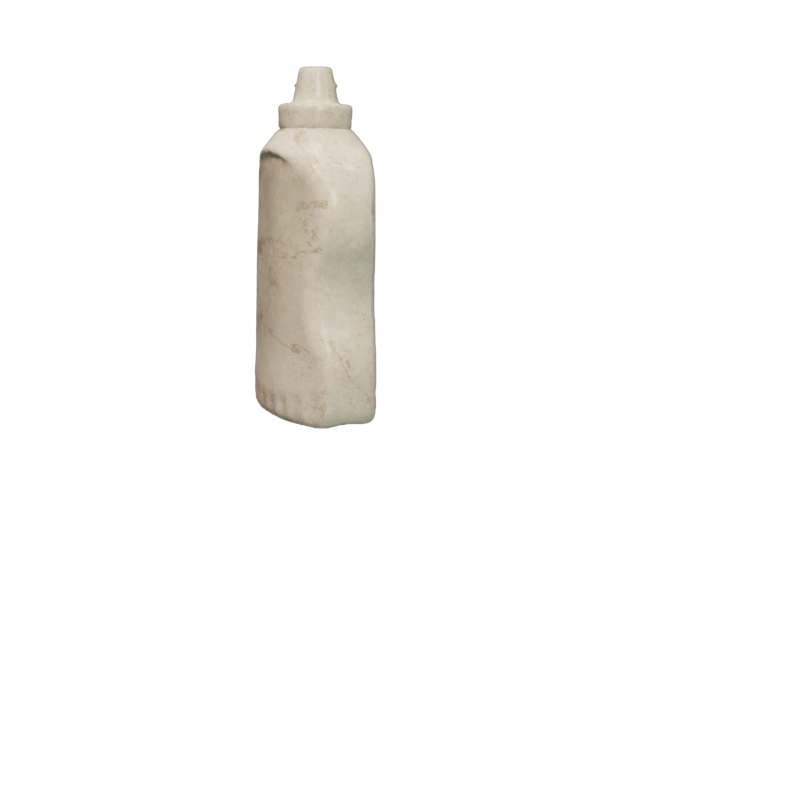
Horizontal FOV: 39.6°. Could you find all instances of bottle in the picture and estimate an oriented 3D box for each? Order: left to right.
[{"bbox_3d":[-0.048,-0.088,0.615,0.057,0.189,0.100,-2,7,-25],"label":"bottle"}]
